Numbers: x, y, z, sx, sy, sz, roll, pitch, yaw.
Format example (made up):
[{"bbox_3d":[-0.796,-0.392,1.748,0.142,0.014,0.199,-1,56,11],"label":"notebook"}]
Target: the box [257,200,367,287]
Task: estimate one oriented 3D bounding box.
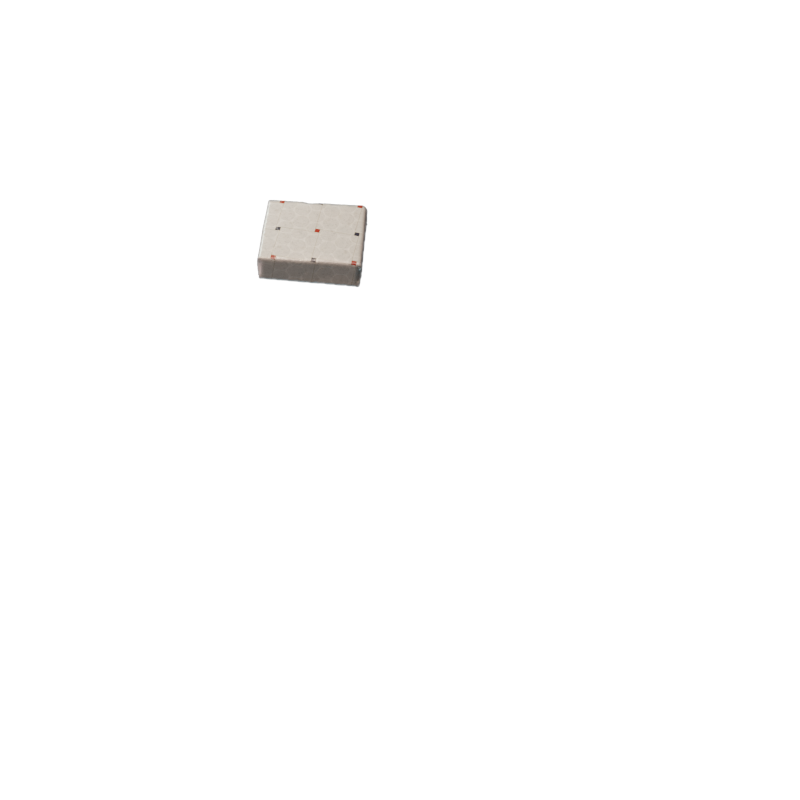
[{"bbox_3d":[-0.075,-0.137,0.958,0.090,0.078,0.028,4,-41,3],"label":"box"}]
